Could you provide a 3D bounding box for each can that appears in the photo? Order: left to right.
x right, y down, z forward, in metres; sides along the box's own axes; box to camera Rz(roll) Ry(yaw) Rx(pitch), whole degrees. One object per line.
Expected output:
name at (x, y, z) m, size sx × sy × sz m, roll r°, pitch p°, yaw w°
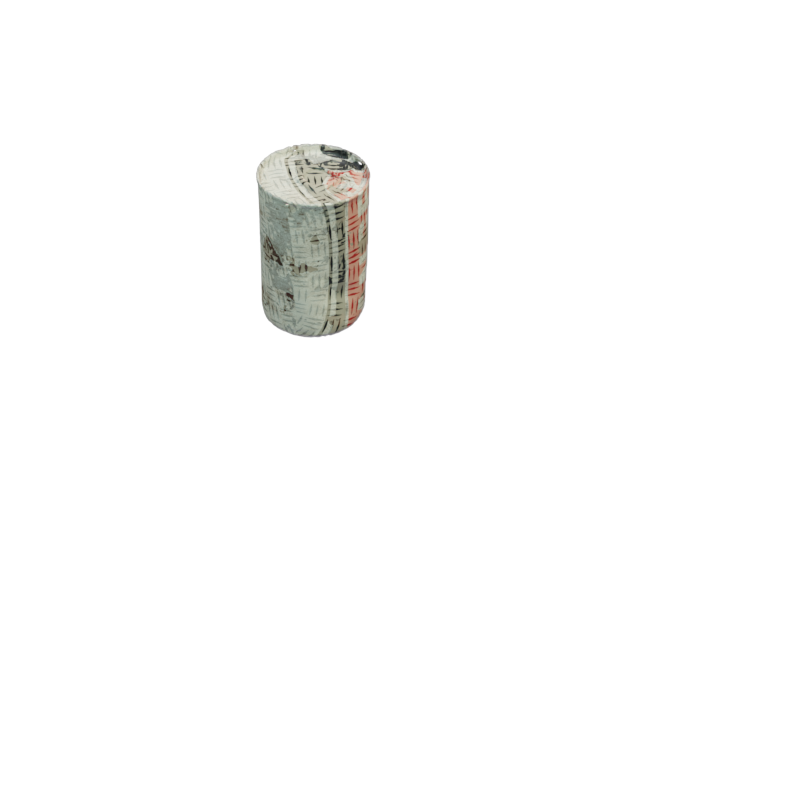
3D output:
can at (-0.054, -0.098, 0.688) m, size 0.068 × 0.095 × 0.073 m, roll 0°, pitch 40°, yaw -3°
